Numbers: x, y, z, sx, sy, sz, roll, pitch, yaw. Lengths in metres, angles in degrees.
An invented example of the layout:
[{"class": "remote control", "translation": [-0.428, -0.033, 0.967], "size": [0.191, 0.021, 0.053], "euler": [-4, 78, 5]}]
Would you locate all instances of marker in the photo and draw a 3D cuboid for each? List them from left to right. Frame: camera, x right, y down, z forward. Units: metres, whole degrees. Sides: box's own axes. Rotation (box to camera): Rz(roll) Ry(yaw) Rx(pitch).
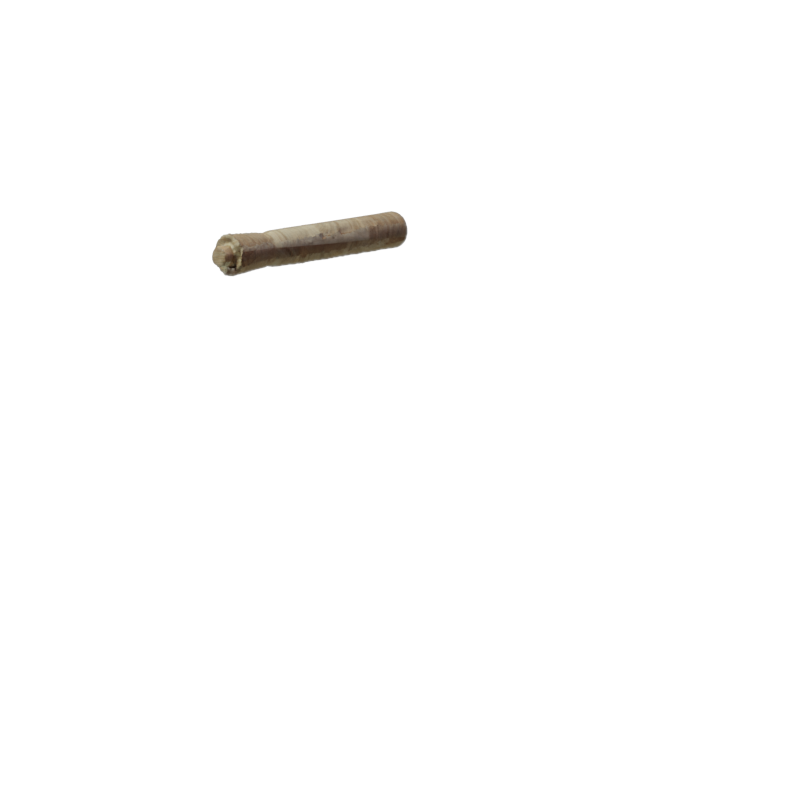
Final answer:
[{"class": "marker", "translation": [-0.041, -0.075, 0.526], "size": [0.021, 0.019, 0.118], "euler": [4, 15, 41]}]
